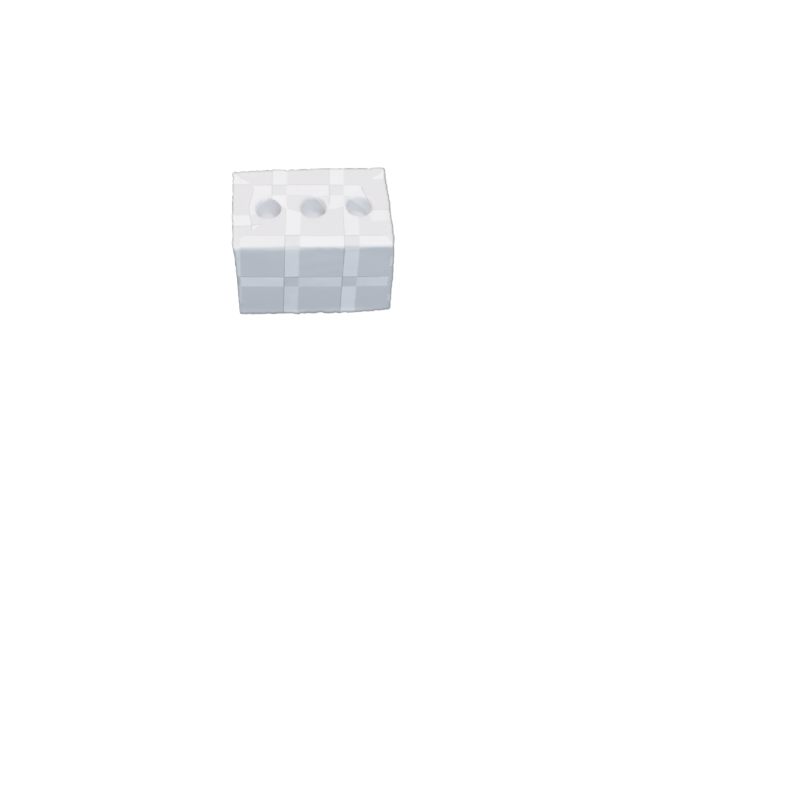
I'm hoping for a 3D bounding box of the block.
[{"bbox_3d":[-0.043,-0.078,0.548,0.078,0.057,0.048,-2,-39,-3],"label":"block"}]
